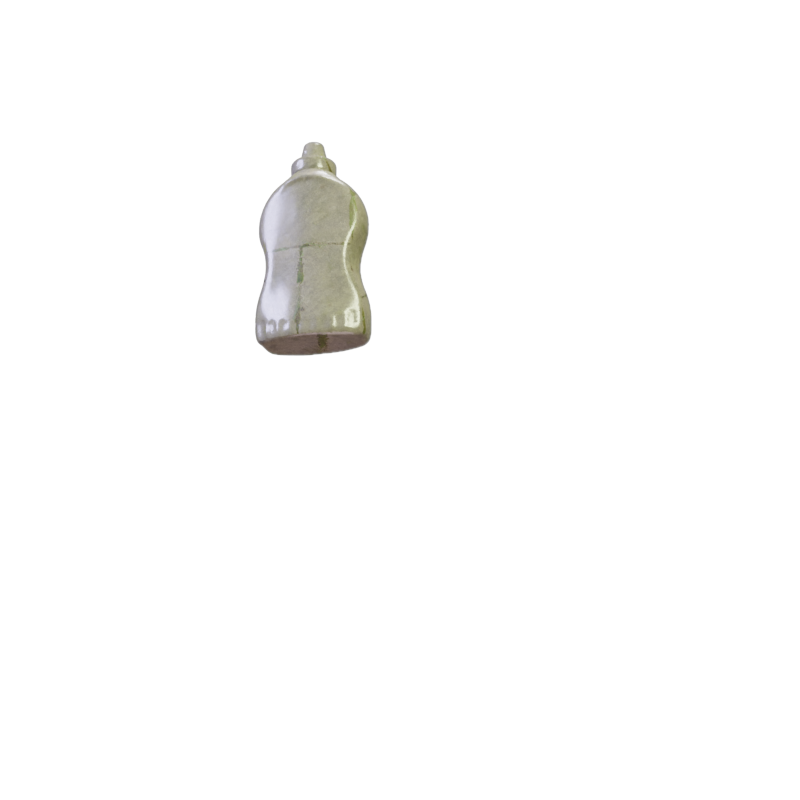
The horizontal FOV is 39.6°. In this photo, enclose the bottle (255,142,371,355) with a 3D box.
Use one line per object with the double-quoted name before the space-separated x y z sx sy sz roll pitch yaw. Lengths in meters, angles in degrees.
"bottle" -0.076 -0.138 0.966 0.097 0.202 0.054 -8 -23 16
